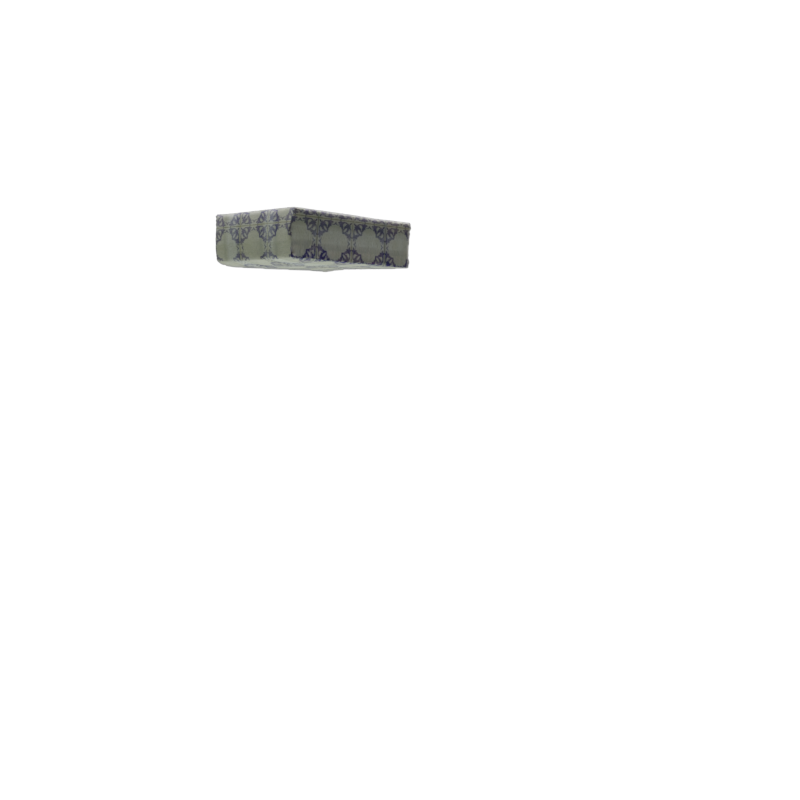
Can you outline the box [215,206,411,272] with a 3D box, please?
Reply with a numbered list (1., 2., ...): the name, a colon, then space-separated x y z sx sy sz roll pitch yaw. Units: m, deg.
1. box: -0.062 -0.113 0.794 0.109 0.039 0.093 -3 3 -43
